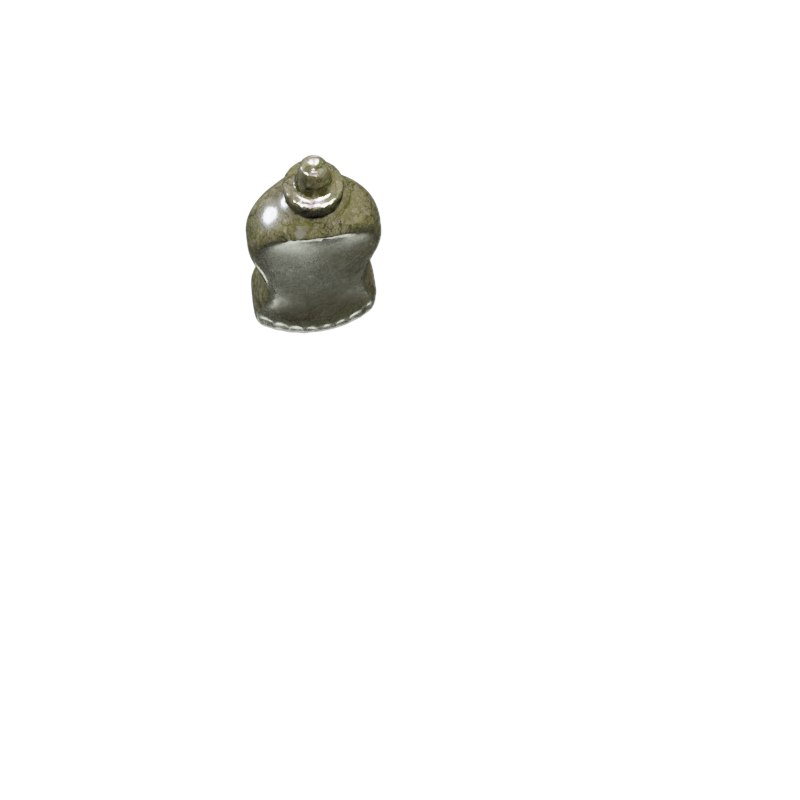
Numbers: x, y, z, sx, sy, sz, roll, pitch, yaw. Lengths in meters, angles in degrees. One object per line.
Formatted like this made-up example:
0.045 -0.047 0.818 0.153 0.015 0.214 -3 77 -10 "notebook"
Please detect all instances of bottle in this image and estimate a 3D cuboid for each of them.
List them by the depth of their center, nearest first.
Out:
-0.063 -0.115 0.802 0.095 0.062 0.181 -6 -24 -6 "bottle"
